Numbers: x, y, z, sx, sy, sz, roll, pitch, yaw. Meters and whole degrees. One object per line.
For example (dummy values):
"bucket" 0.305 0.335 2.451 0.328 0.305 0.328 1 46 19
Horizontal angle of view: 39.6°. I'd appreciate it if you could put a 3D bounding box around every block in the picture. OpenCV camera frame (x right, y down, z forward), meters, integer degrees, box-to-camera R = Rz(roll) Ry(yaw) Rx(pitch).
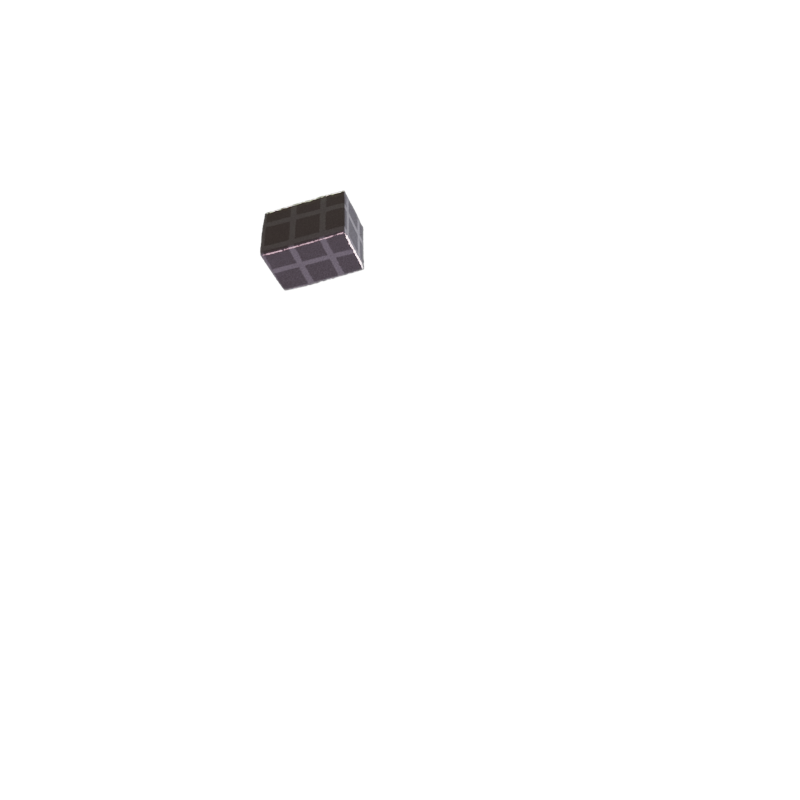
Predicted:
"block" -0.075 -0.138 0.964 0.079 0.055 0.049 -14 -42 14
